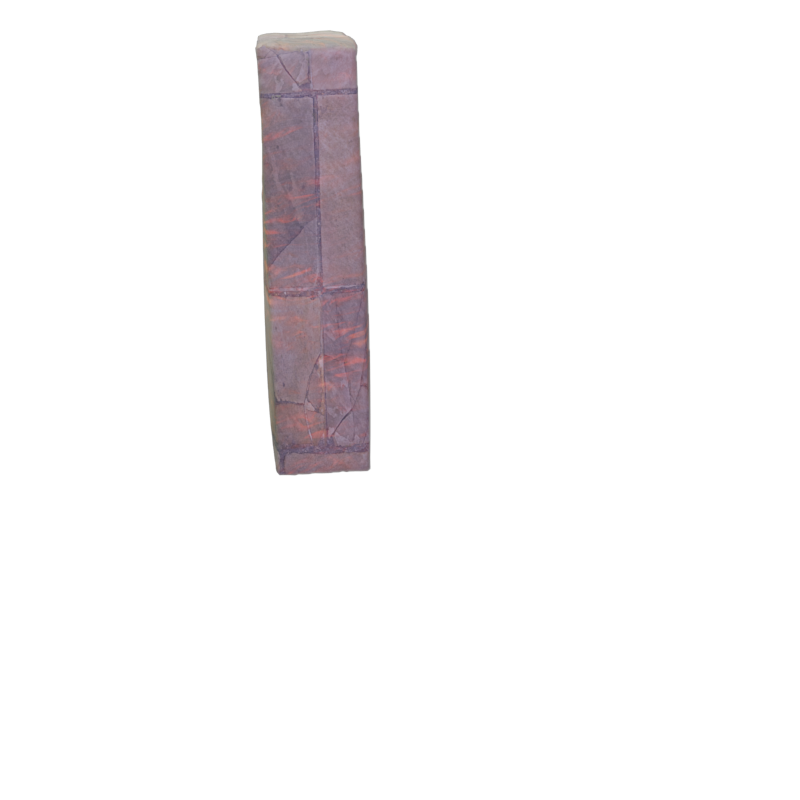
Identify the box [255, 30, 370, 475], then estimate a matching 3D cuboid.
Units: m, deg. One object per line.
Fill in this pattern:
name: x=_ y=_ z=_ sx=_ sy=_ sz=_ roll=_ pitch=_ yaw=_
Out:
box: x=-0.037 y=-0.068 z=0.479 sx=0.048 sy=0.170 sz=0.097 roll=0 pitch=16 yaw=-5
